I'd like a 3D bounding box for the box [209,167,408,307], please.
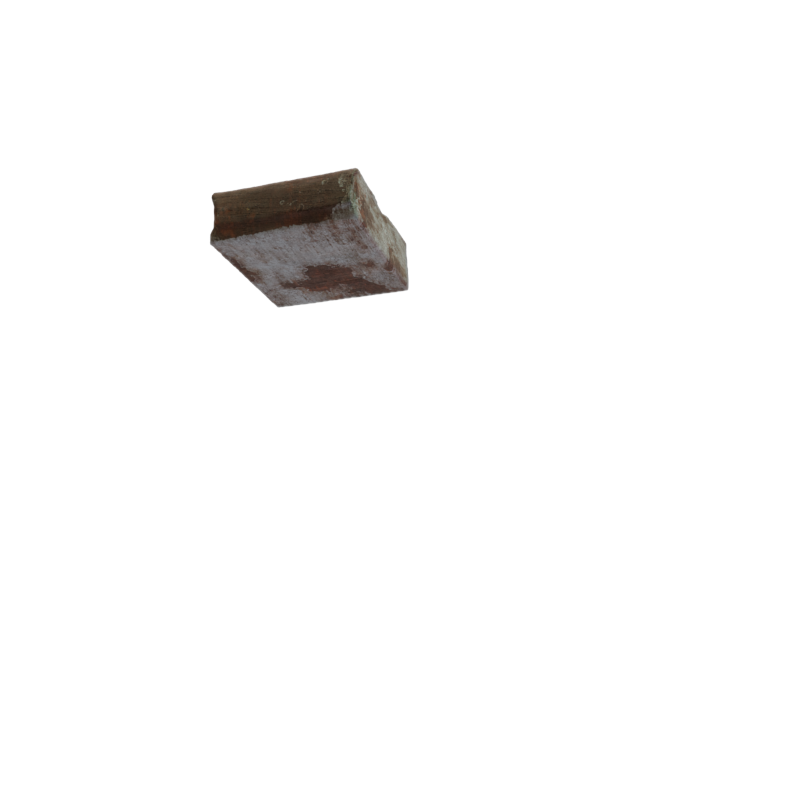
[{"bbox_3d":[-0.043,-0.078,0.545,0.074,0.032,0.083,-7,-21,17],"label":"box"}]
